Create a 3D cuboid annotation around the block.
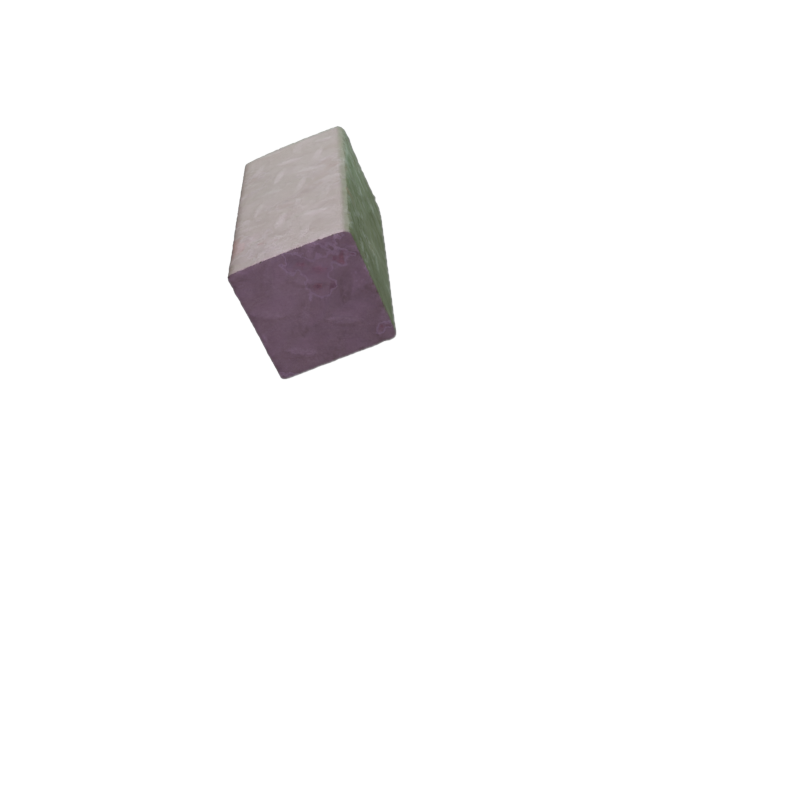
[{"bbox_3d":[-0.065,-0.120,0.835,0.090,0.085,0.219,-21,30,8],"label":"block"}]
